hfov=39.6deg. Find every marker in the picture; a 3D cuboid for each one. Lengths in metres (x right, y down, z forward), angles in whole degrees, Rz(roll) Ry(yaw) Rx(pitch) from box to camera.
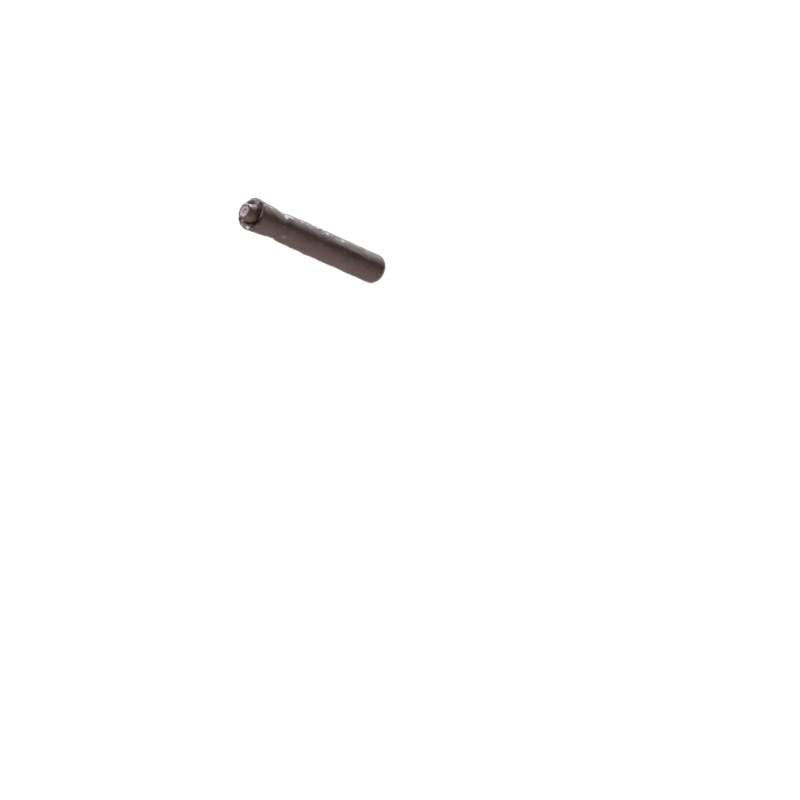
[{"bbox_3d":[-0.051,-0.093,0.651,0.021,0.020,0.114,3,-9,39],"label":"marker"}]
